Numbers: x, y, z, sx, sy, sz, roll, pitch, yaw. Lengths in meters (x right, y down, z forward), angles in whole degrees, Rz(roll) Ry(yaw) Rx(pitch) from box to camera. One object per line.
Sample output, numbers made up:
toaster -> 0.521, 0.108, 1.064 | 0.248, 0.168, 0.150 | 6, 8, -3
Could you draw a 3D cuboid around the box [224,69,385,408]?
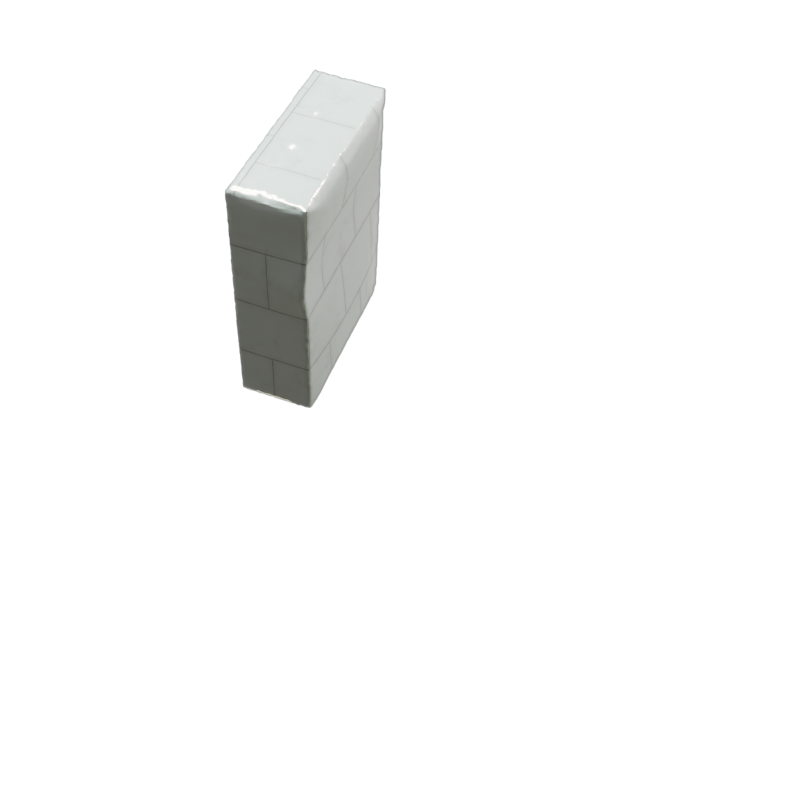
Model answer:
box -> -0.069, -0.126, 0.883 | 0.074, 0.171, 0.199 | 16, -42, 11
